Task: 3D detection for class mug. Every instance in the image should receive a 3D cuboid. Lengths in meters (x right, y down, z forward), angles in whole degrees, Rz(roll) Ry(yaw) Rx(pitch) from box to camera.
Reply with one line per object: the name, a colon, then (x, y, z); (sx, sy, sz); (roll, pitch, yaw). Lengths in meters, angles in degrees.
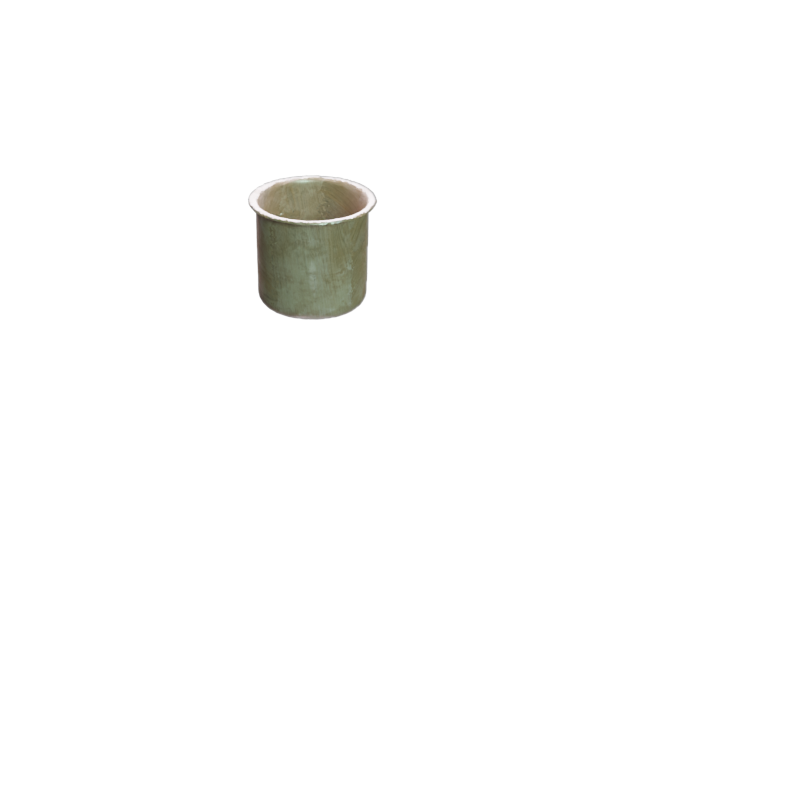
mug: (-0.065, -0.118, 0.829); (0.093, 0.077, 0.124); (1, 29, 0)
